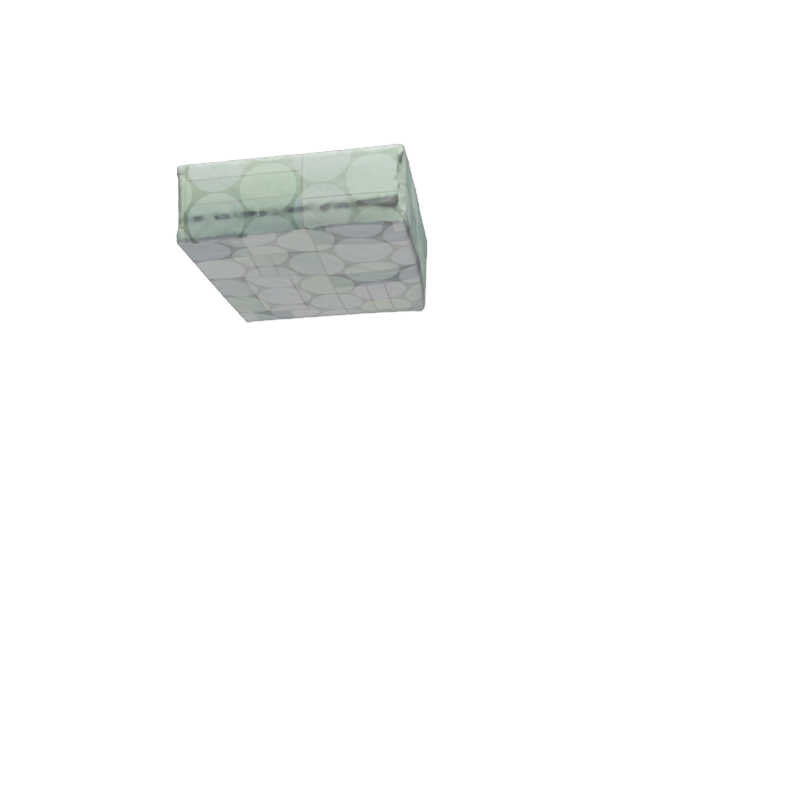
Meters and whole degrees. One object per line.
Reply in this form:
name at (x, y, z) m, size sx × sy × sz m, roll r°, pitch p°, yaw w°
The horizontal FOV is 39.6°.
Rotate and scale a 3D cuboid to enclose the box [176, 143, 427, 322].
box at (-0.037, -0.067, 0.470) m, size 0.091 × 0.041 × 0.107 m, roll -2°, pitch -16°, yaw 7°
